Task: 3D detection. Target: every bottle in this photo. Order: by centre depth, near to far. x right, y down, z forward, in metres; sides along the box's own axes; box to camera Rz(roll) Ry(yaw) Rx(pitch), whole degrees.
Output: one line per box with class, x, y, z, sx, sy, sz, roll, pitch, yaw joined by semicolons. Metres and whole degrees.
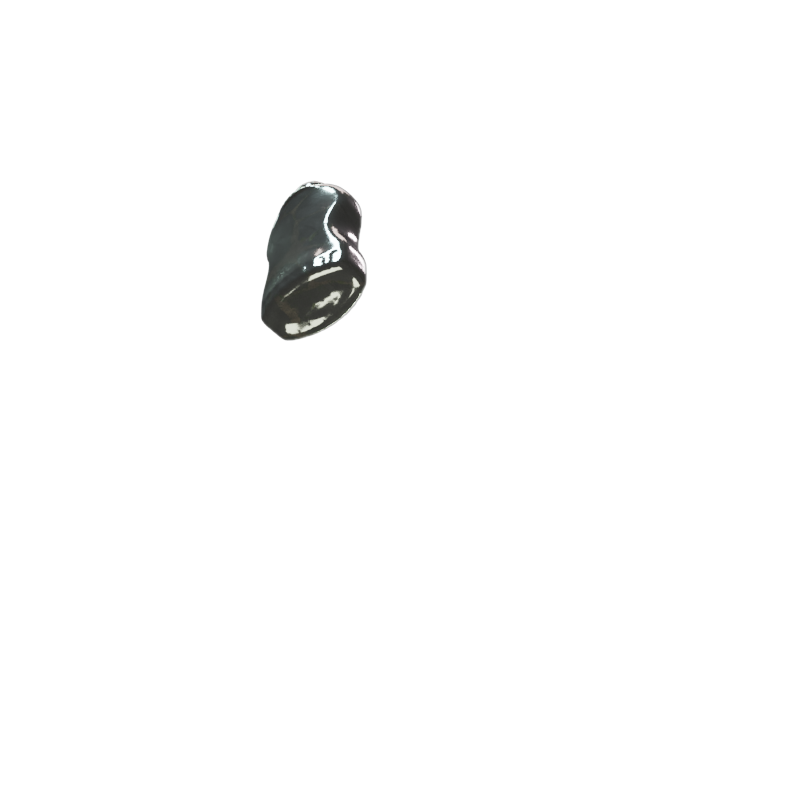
bottle;-0.077;-0.142;0.993;0.095;0.205;0.055;-36;-58;22
